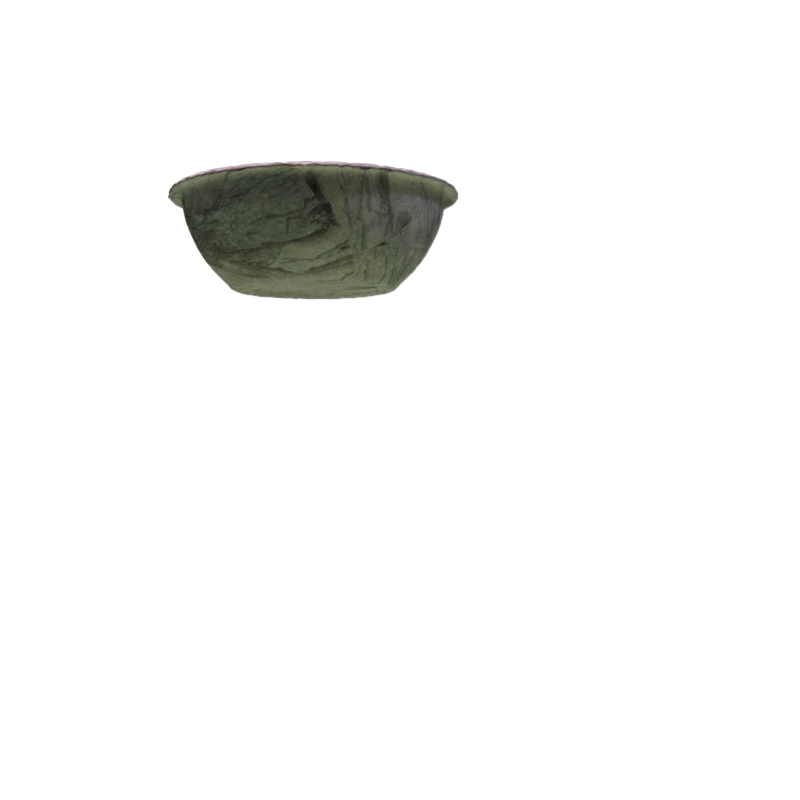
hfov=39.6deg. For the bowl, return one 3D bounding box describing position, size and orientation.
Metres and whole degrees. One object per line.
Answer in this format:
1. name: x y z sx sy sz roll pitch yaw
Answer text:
1. bowl: -0.048 -0.088 0.617 0.162 0.056 0.160 0 -2 -2
